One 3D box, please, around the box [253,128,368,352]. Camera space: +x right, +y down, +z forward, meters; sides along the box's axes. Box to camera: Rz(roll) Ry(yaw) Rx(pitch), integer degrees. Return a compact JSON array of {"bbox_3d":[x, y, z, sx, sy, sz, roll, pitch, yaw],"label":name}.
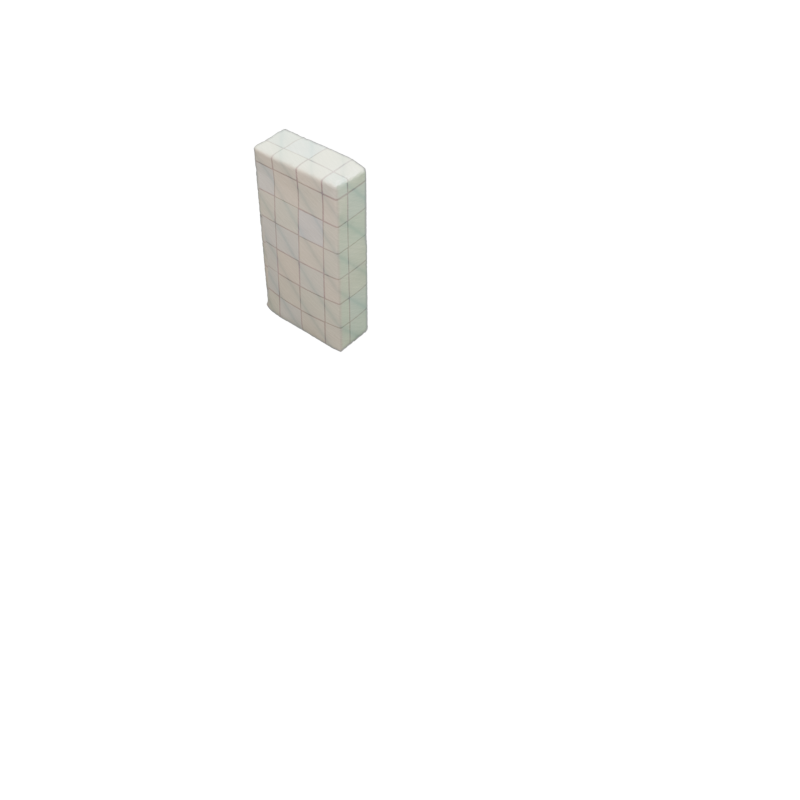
[{"bbox_3d":[-0.073,-0.135,0.942,0.099,0.164,0.048,31,47,29],"label":"box"}]
